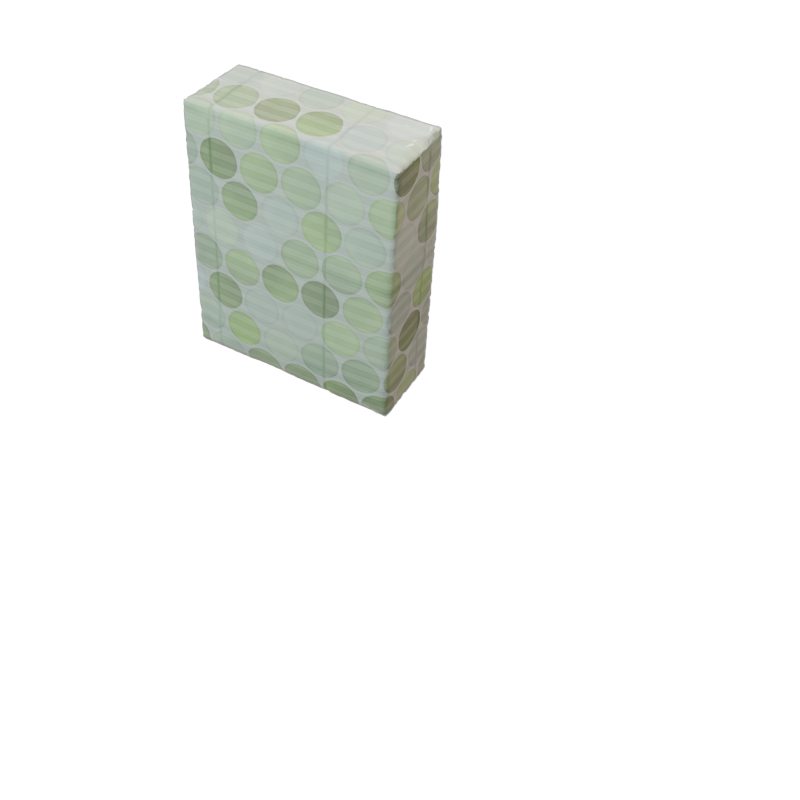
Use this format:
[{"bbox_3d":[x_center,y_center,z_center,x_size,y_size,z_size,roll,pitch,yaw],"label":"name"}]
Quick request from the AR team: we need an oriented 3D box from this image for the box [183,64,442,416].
[{"bbox_3d":[-0.061,-0.111,0.777,0.172,0.199,0.073,23,45,22],"label":"box"}]
